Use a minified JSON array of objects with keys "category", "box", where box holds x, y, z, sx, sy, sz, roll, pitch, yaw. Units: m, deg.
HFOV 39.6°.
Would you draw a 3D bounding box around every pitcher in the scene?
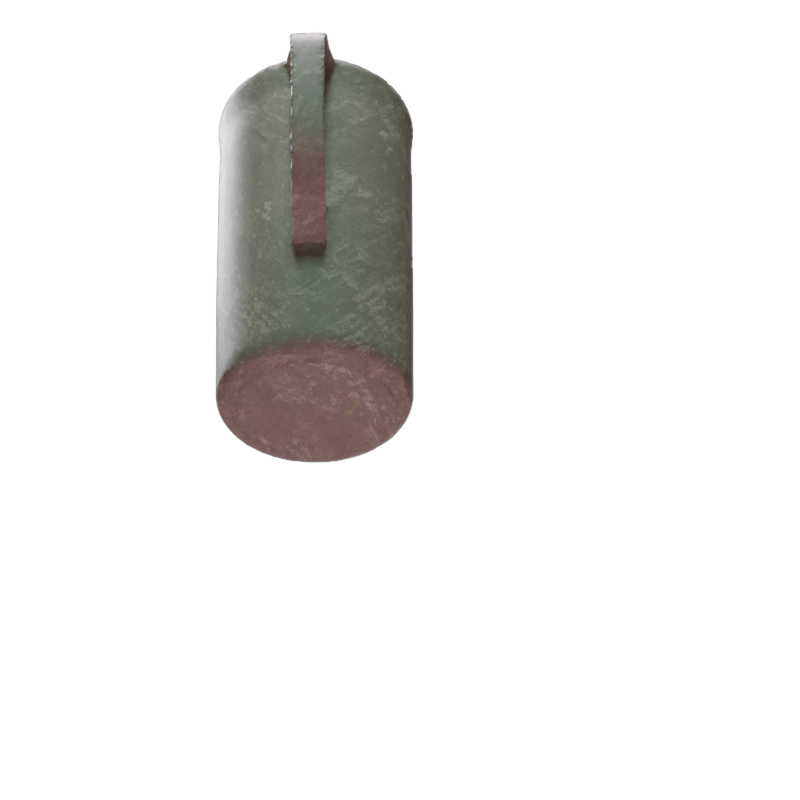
[{"category":"pitcher","box":[-0.053,-0.096,0.673,0.144,0.261,0.140,-34,-50,30]}]
